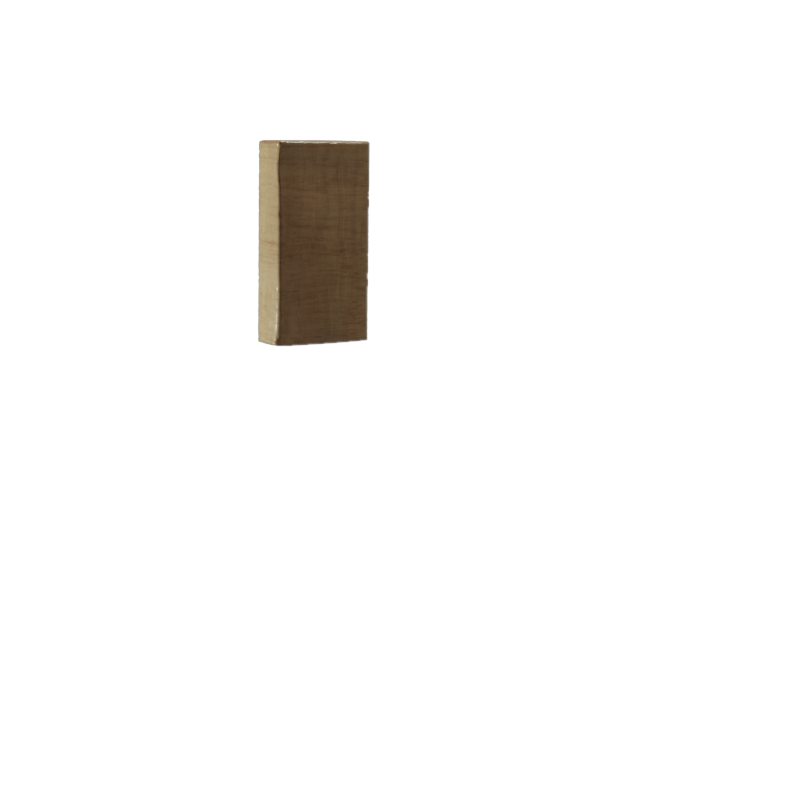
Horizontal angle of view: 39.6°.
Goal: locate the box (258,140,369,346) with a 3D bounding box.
[{"bbox_3d":[-0.076,-0.138,0.965,0.090,0.175,0.050,-3,4,-32],"label":"box"}]
